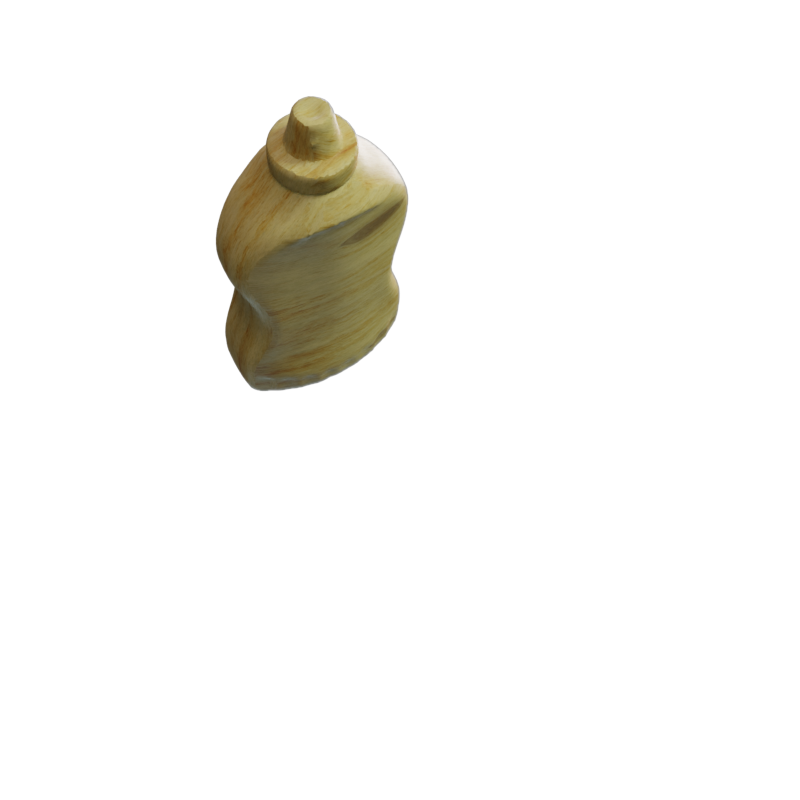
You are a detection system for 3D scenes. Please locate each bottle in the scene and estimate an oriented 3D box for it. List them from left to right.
[{"bbox_3d":[-0.043,-0.078,0.546,0.096,0.062,0.180,-25,-25,-16],"label":"bottle"}]
